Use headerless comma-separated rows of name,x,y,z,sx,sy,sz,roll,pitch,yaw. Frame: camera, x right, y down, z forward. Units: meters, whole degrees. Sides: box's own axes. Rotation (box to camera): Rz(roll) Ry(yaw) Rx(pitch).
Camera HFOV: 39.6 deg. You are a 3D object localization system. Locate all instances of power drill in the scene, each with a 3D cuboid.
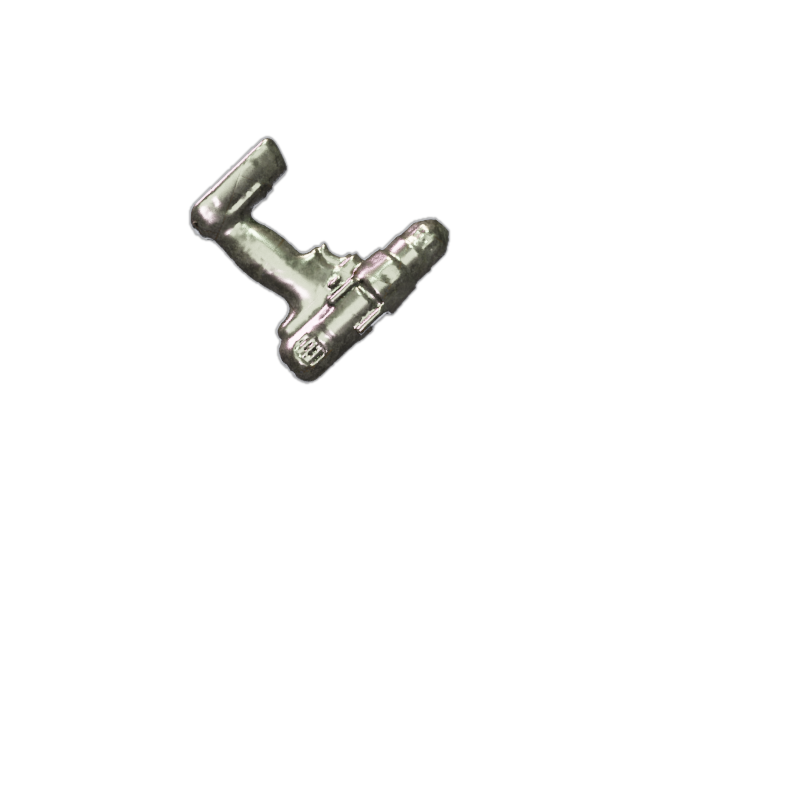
power drill,-0.076,-0.138,0.966,0.185,0.192,0.056,-43,-8,-8
